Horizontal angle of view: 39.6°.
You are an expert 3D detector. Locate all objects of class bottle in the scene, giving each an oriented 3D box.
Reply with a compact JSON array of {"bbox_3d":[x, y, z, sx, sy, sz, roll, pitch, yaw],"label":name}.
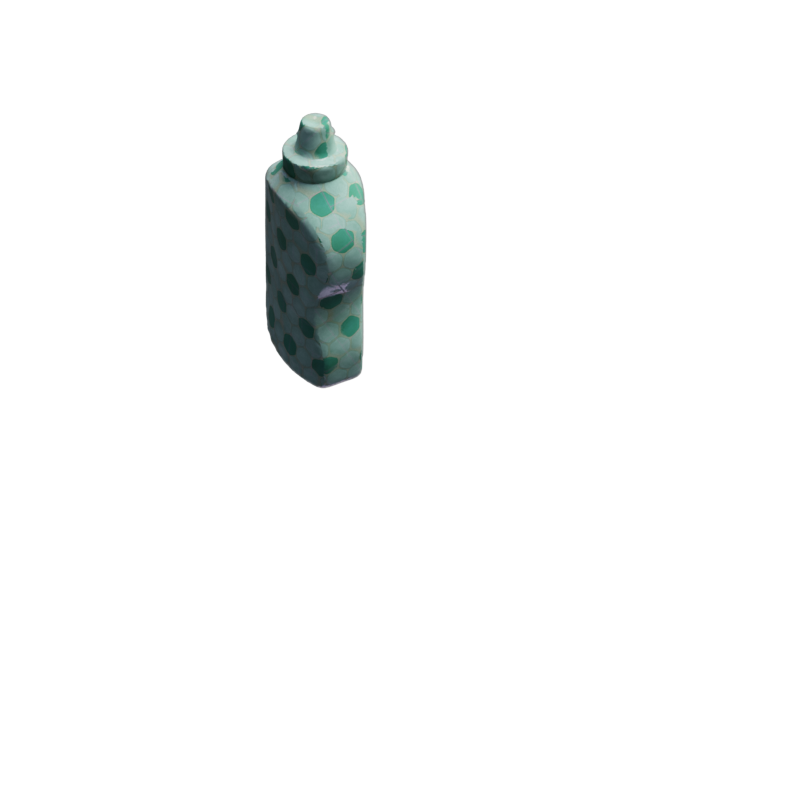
[{"bbox_3d":[-0.057,-0.104,0.731,0.058,0.179,0.104,-16,47,-19],"label":"bottle"}]
